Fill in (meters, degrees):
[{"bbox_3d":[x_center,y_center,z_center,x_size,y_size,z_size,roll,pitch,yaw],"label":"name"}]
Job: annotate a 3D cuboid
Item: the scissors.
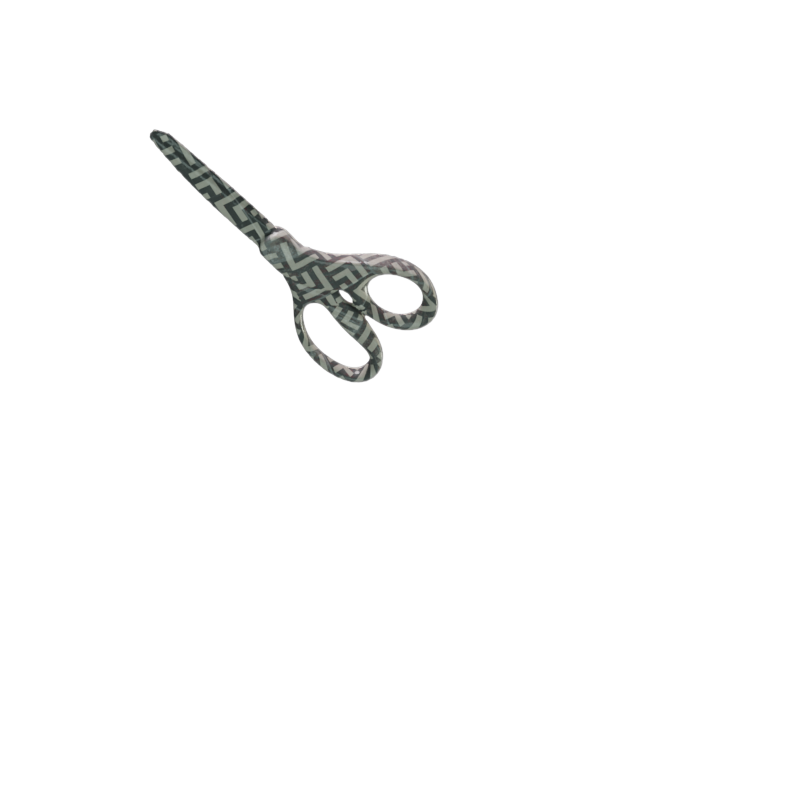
[{"bbox_3d":[-0.049,-0.090,0.629,0.096,0.188,0.017,-22,31,14],"label":"scissors"}]
